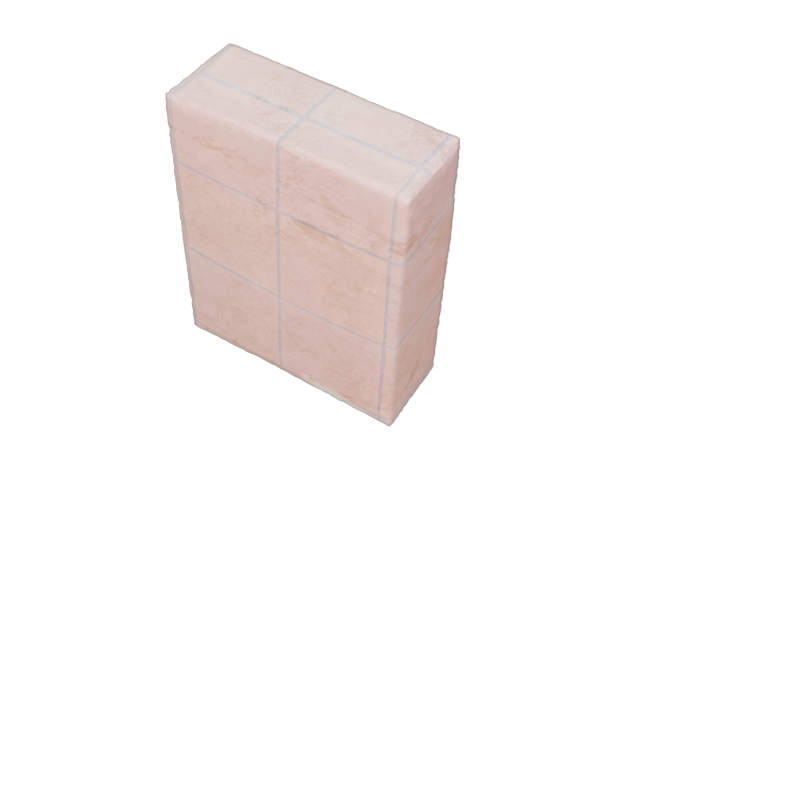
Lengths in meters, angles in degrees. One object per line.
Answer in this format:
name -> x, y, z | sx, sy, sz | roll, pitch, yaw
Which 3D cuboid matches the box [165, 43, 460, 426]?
box -> -0.055, -0.100, 0.699 | 0.171, 0.199, 0.074 | 28, 55, 19
